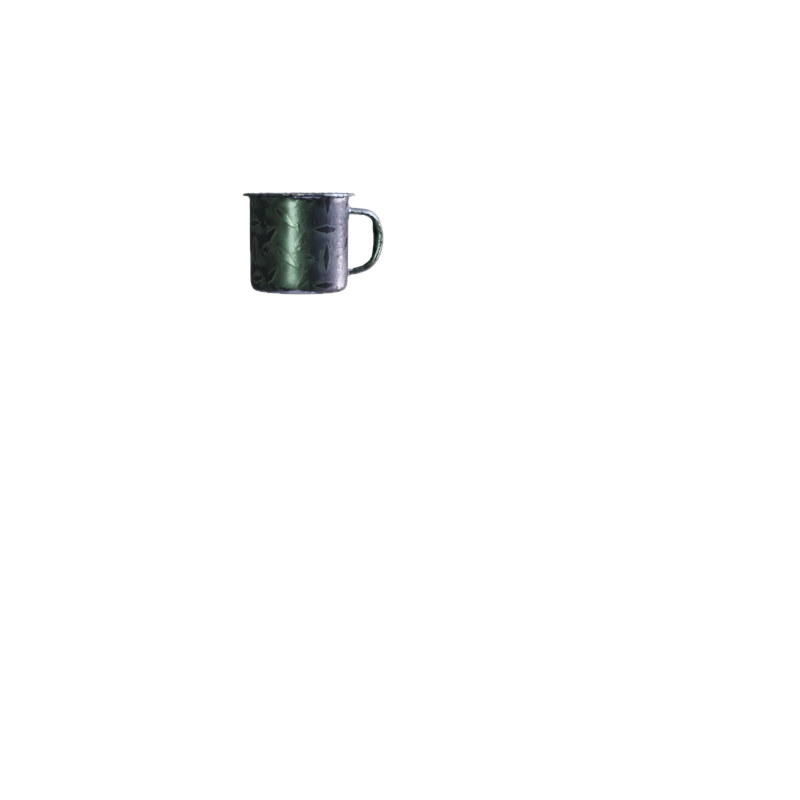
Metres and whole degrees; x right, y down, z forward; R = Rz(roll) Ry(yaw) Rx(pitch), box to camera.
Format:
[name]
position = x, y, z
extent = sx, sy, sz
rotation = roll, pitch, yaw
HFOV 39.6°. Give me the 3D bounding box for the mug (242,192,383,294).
[mug]
position = -0.072, -0.132, 0.924
extent = 0.116, 0.081, 0.095
rotation = -1, 8, -7
